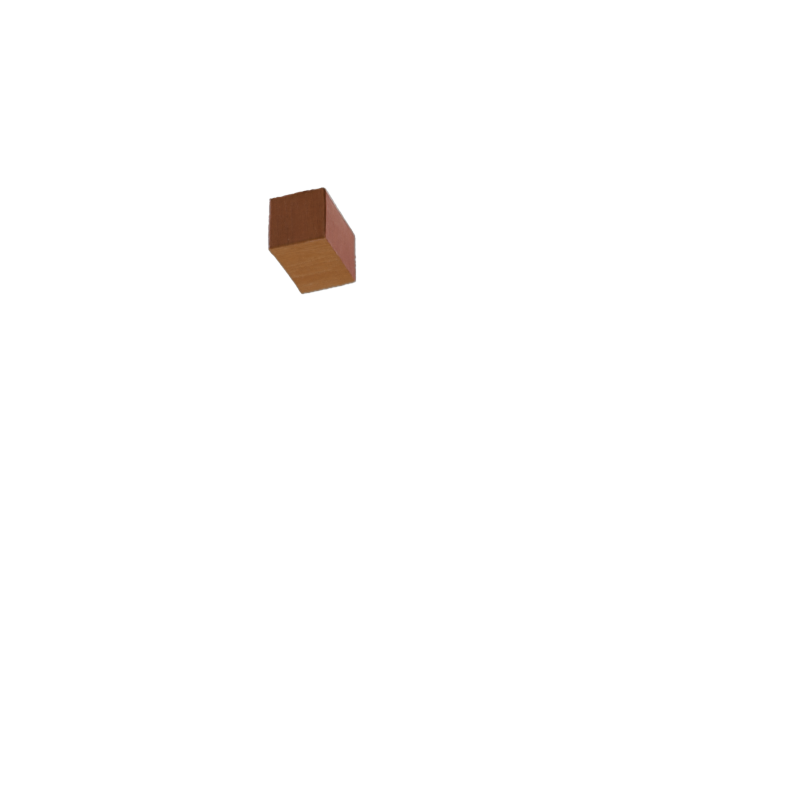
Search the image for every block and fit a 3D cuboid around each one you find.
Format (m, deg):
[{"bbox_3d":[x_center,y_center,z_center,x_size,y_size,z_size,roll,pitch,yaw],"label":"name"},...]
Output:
[{"bbox_3d":[-0.073,-0.134,0.939,0.053,0.055,0.072,-10,-31,15],"label":"block"}]
